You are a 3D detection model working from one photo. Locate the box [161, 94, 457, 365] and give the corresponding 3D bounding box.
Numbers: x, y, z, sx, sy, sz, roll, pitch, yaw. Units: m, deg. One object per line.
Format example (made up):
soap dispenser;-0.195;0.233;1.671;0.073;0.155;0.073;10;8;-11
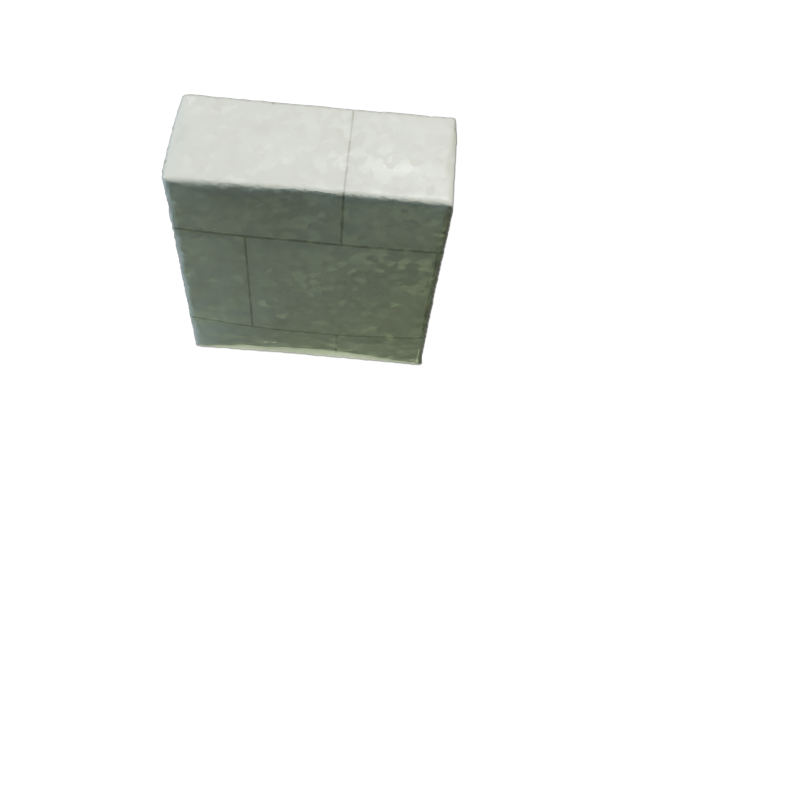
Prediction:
box;-0.056;-0.102;0.713;0.165;0.076;0.202;6;-26;0
